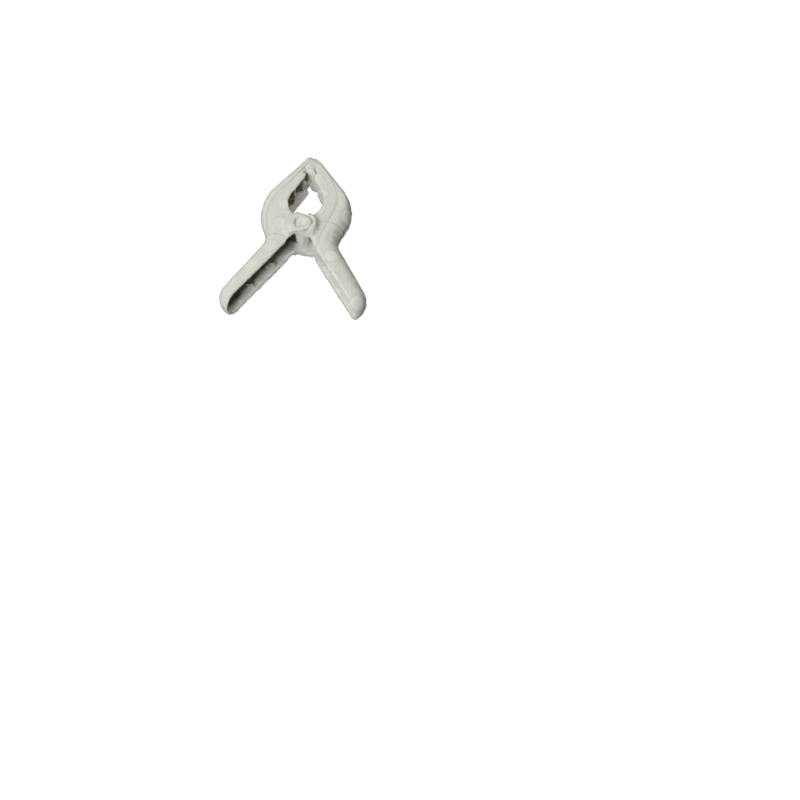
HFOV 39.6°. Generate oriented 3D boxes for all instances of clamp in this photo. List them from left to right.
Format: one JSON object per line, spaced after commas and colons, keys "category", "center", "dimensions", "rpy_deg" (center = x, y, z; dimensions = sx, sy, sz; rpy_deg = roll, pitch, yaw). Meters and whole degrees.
{"category": "clamp", "center": [-0.074, -0.135, 0.946], "dimensions": [0.122, 0.181, 0.037], "rpy_deg": [11, -33, 7]}
